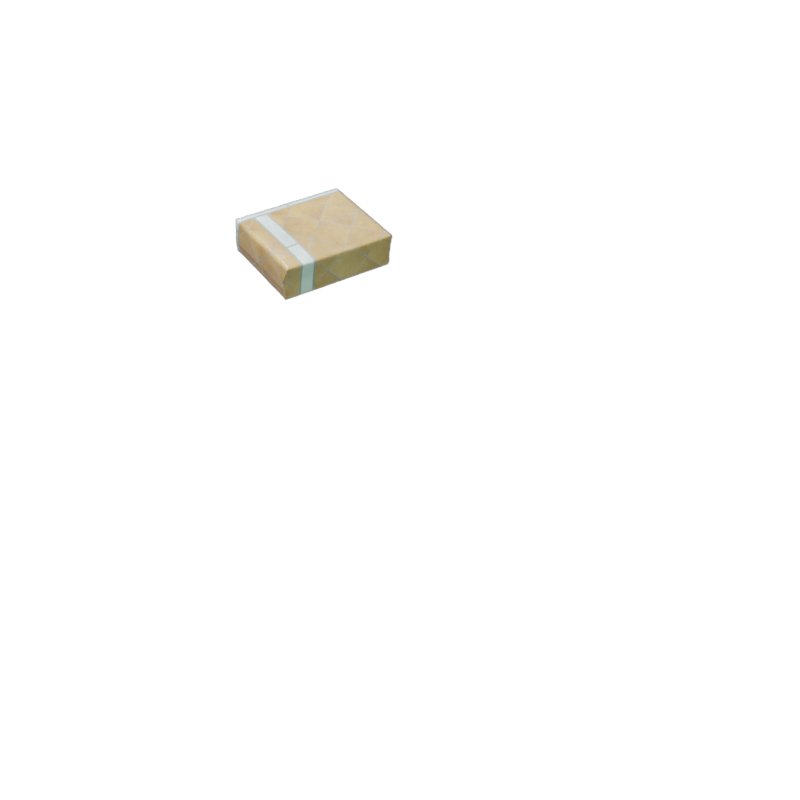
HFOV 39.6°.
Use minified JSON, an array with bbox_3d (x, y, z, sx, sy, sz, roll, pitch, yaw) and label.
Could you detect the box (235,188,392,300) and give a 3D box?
[{"bbox_3d":[-0.078,-0.142,0.992,0.112,0.036,0.097,-24,45,-26],"label":"box"}]
